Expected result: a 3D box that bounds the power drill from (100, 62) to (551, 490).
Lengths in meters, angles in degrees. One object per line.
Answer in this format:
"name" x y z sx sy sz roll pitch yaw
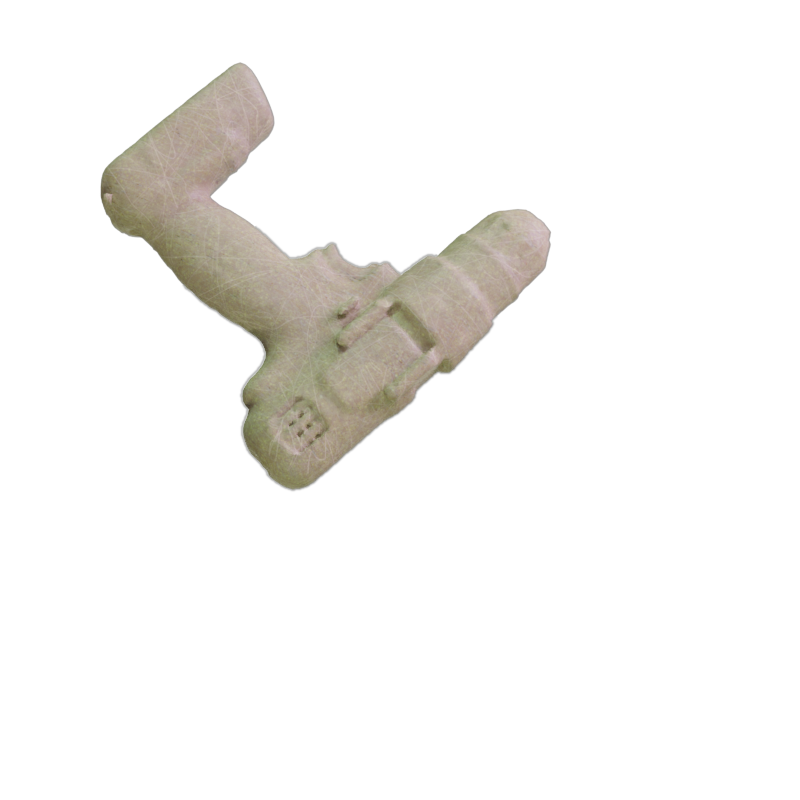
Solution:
"power drill" -0.044 -0.079 0.556 0.186 0.195 0.055 -41 -14 -13
